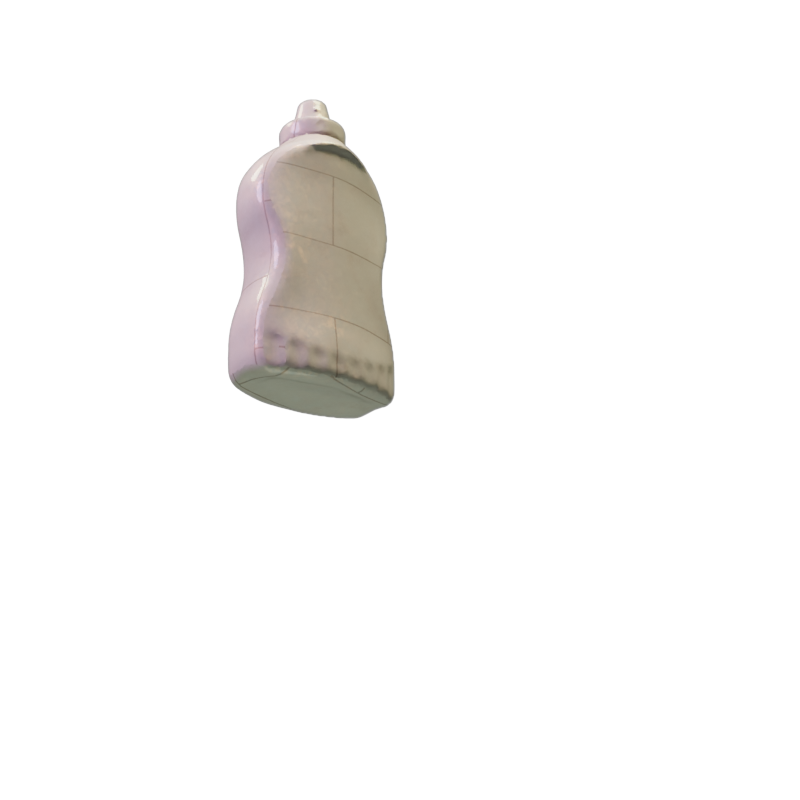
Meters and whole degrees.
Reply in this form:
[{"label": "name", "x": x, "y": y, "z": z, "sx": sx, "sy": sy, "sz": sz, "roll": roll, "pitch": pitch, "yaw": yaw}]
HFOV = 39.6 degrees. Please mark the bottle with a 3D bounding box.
[{"label": "bottle", "x": -0.051, "y": -0.092, "z": 0.642, "sx": 0.091, "sy": 0.203, "sz": 0.058, "roll": 17, "pitch": -32, "yaw": -33}]
